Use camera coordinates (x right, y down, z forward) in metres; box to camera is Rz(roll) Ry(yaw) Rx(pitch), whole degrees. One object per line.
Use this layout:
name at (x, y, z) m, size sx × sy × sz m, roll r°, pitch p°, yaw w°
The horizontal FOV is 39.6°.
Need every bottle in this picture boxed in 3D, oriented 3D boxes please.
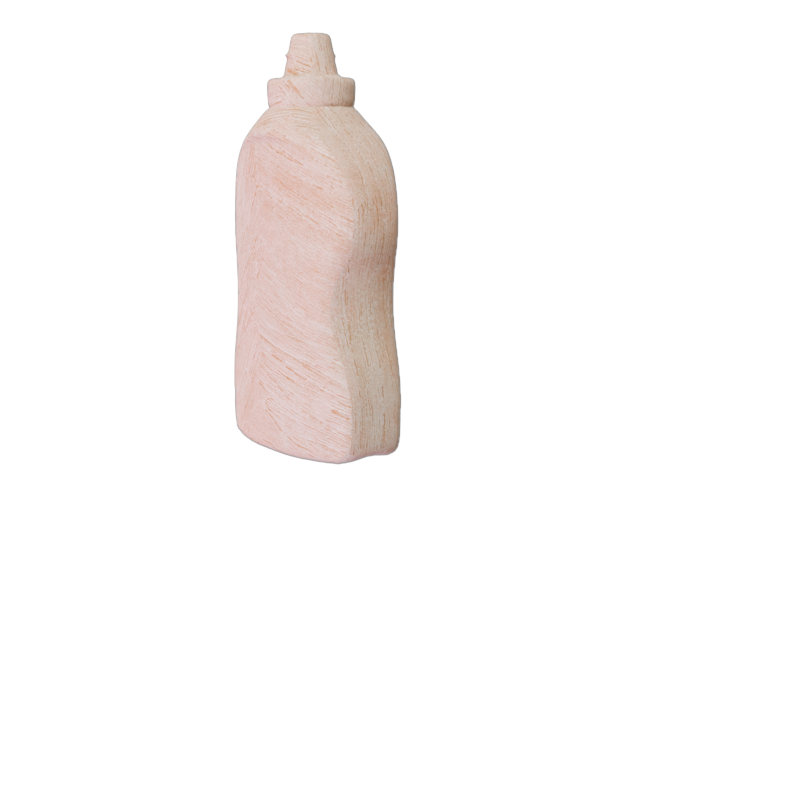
bottle at (-0.041, -0.074, 0.518) m, size 0.056 × 0.189 × 0.101 m, roll -4°, pitch 7°, yaw -36°
